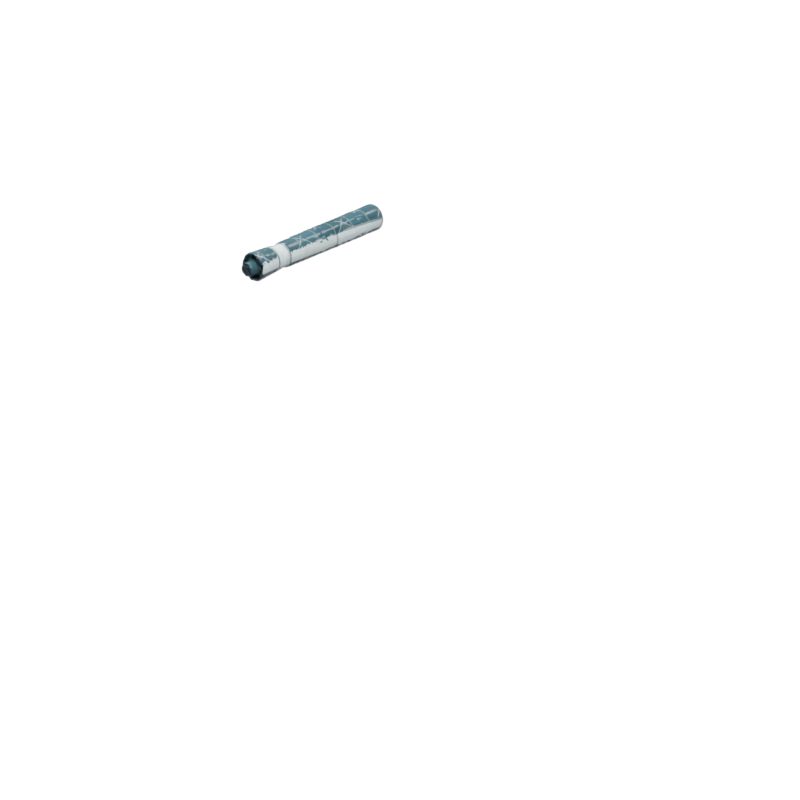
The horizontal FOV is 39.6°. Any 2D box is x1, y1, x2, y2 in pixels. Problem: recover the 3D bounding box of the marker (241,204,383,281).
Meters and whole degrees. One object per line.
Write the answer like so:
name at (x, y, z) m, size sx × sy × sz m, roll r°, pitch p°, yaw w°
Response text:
marker at (-0.057, -0.103, 0.725) m, size 0.021 × 0.019 × 0.120 m, roll 4°, pitch 25°, yaw 43°
